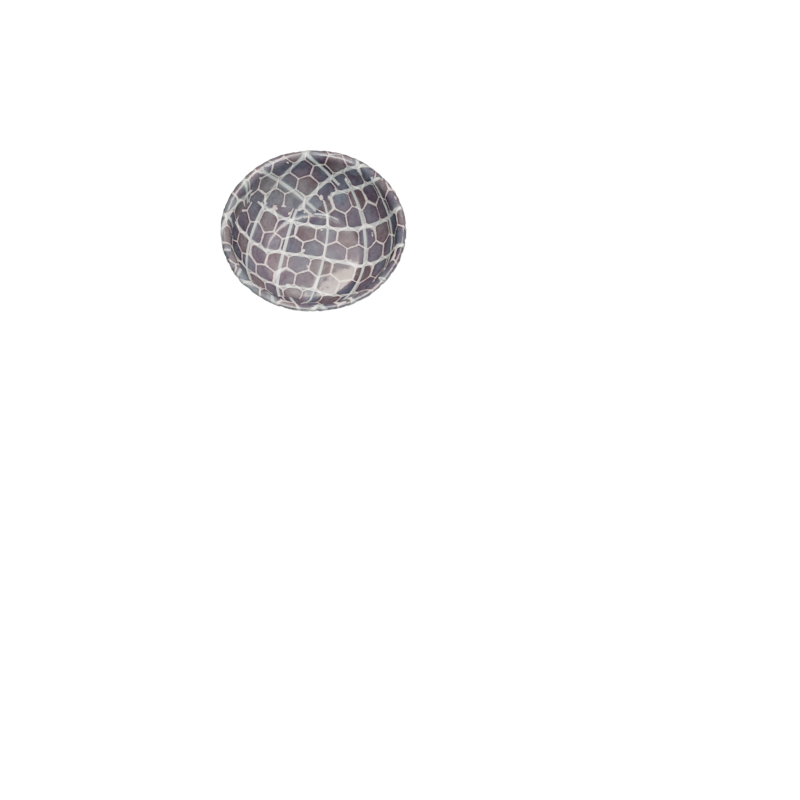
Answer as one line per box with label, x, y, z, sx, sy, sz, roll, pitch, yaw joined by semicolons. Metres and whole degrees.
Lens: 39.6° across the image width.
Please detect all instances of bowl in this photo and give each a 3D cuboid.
bowl;-0.077;-0.141;0.985;0.162;0.172;0.052;-1;-27;-1
